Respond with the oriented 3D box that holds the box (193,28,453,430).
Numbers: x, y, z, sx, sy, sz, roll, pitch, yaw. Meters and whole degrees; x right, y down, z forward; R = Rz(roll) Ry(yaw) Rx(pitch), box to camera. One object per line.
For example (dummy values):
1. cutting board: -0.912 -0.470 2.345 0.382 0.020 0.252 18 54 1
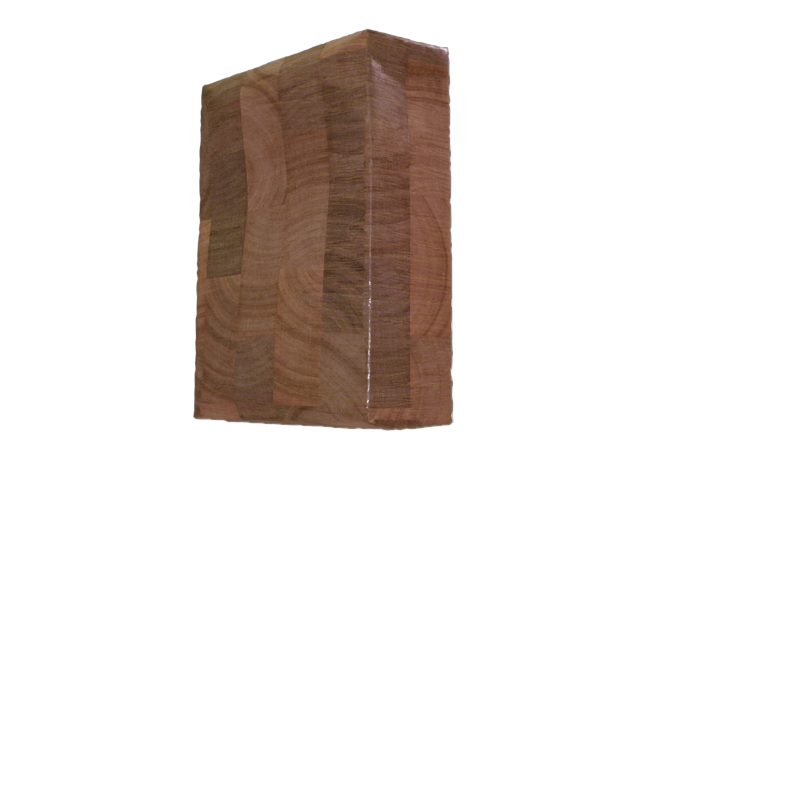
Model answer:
1. box: -0.051 -0.093 0.652 0.069 0.217 0.169 5 -6 -42
